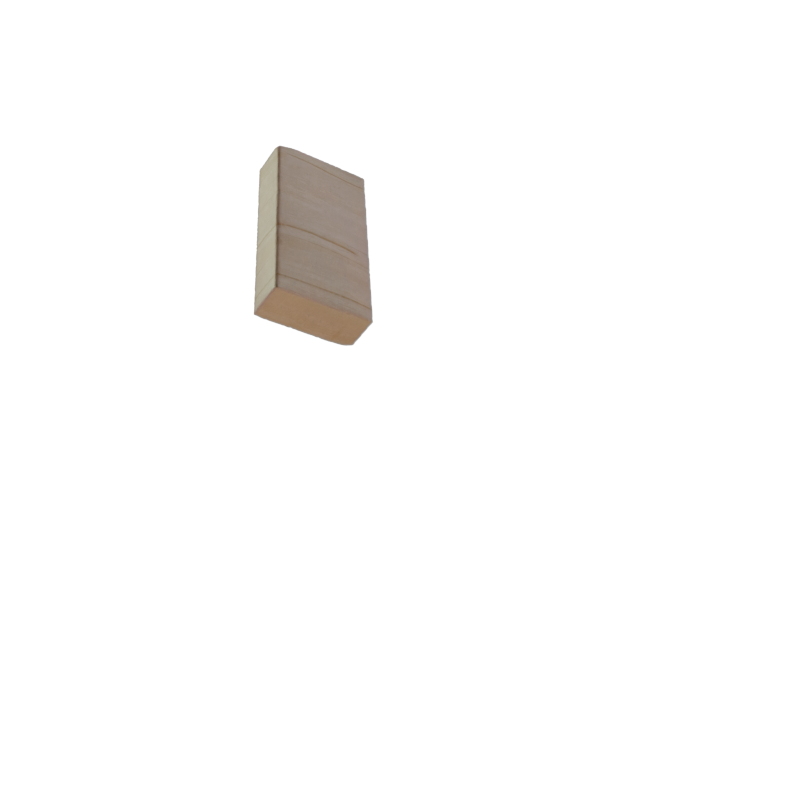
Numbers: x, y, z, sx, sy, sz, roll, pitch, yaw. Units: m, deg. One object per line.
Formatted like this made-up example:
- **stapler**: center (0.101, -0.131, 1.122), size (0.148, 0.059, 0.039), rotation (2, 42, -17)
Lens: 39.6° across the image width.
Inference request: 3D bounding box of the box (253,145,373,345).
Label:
- **box**: center (-0.075, -0.136, 0.953), size (0.089, 0.189, 0.047), rotation (18, -44, -24)
